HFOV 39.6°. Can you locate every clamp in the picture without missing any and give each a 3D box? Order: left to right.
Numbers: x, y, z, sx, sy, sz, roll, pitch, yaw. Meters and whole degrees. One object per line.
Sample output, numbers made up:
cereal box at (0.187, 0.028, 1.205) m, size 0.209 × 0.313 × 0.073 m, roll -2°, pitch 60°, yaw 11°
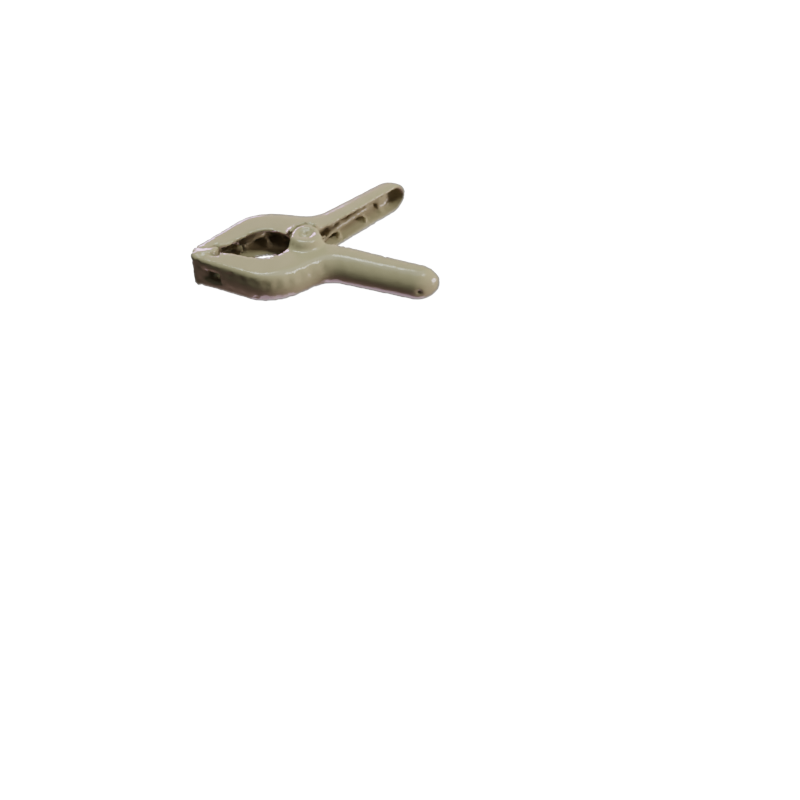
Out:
clamp at (-0.063, -0.114, 0.799) m, size 0.171 × 0.037 × 0.129 m, roll -1°, pitch 38°, yaw -2°
